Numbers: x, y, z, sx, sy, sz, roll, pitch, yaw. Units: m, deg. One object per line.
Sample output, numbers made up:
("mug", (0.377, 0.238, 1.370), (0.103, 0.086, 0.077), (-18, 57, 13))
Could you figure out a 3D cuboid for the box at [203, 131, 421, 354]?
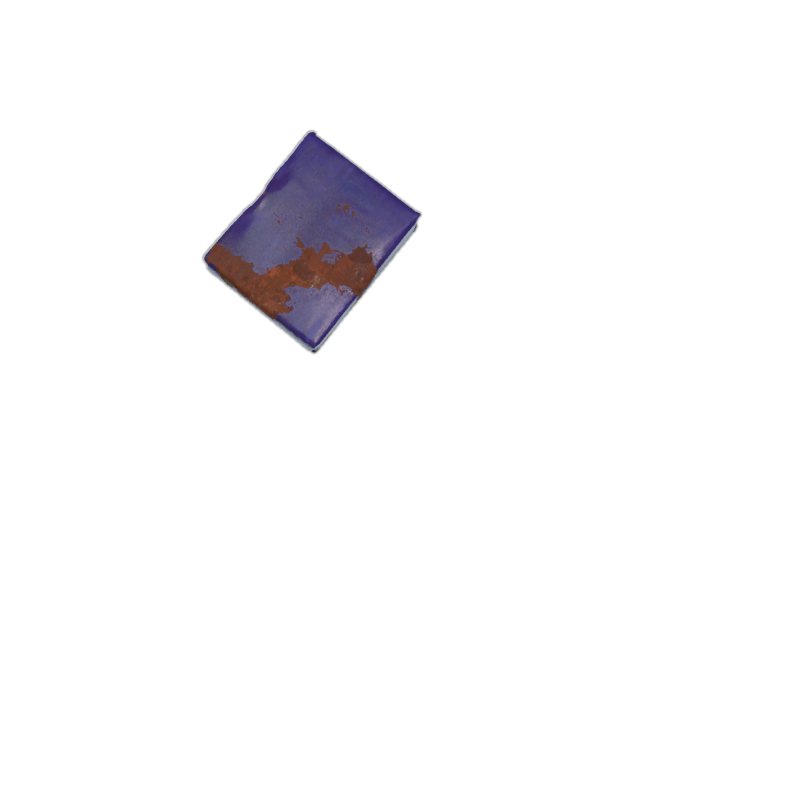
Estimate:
("box", (-0.044, -0.081, 0.566), (0.075, 0.090, 0.029), (38, -10, 7))
